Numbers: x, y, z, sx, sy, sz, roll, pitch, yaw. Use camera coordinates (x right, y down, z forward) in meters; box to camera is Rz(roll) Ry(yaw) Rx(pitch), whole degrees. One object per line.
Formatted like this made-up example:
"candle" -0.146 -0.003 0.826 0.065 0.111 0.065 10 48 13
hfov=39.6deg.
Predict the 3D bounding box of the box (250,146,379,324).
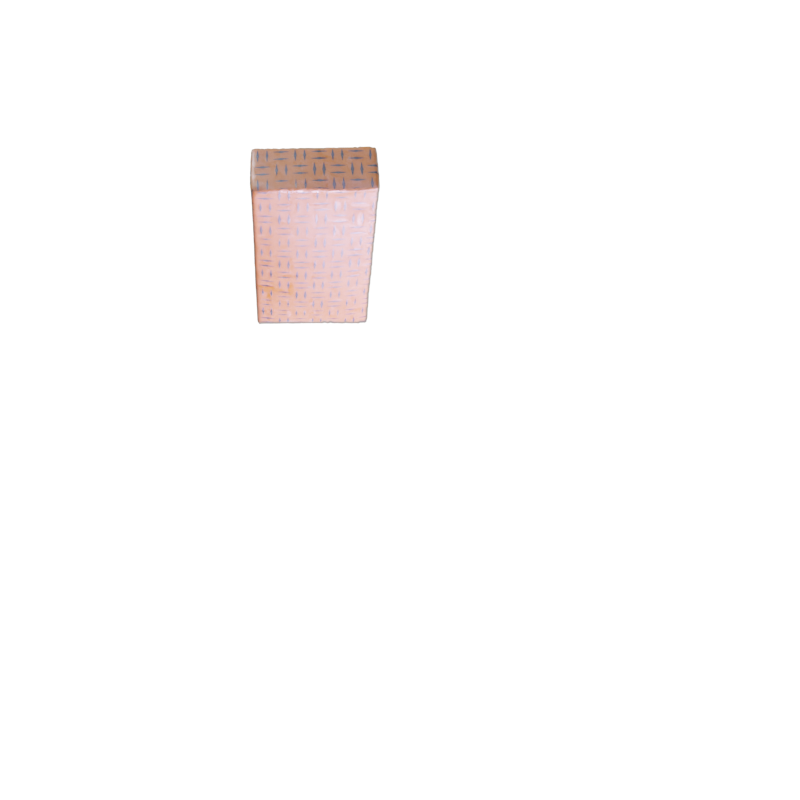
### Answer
"box" -0.067 -0.122 0.853 0.093 0.051 0.166 -1 -29 -4
